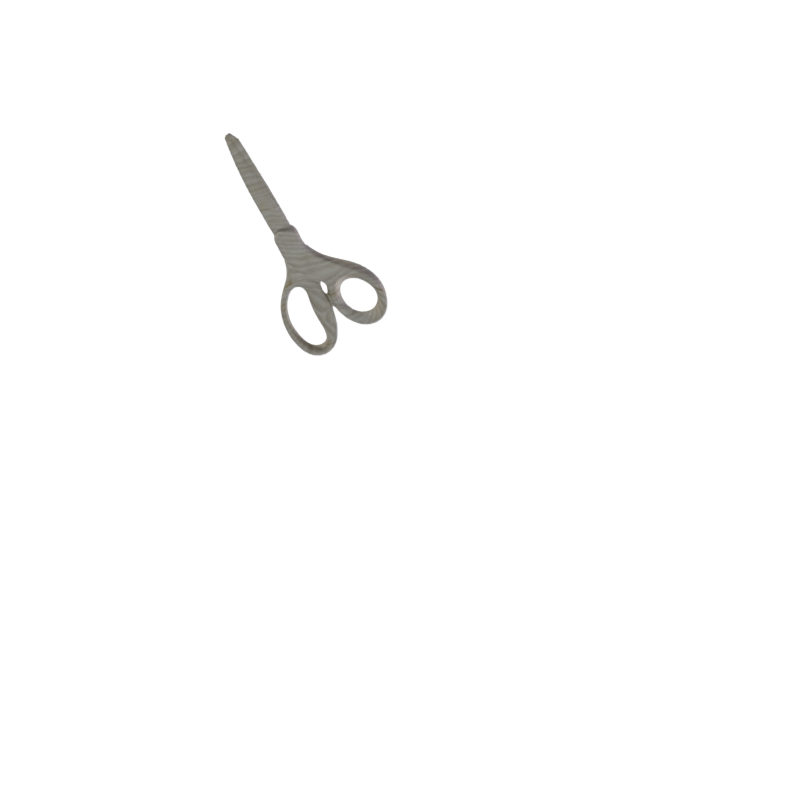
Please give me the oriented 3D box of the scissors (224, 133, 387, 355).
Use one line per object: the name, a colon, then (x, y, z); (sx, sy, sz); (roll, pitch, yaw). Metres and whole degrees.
scissors: (-0.068, -0.125, 0.872); (0.096, 0.190, 0.017); (-9, 27, 5)
